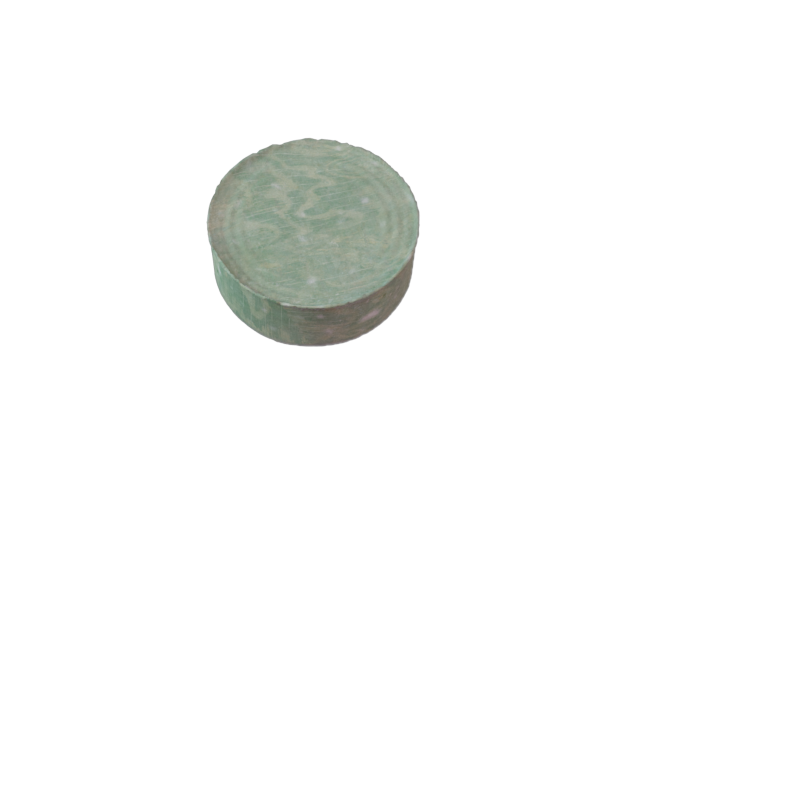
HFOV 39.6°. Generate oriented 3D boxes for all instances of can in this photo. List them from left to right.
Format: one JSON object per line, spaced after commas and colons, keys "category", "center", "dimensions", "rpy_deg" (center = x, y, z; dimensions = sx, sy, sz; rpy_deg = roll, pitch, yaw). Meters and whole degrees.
{"category": "can", "center": [-0.036, -0.066, 0.459], "dimensions": [0.086, 0.092, 0.031], "rpy_deg": [-1, -33, -1]}
